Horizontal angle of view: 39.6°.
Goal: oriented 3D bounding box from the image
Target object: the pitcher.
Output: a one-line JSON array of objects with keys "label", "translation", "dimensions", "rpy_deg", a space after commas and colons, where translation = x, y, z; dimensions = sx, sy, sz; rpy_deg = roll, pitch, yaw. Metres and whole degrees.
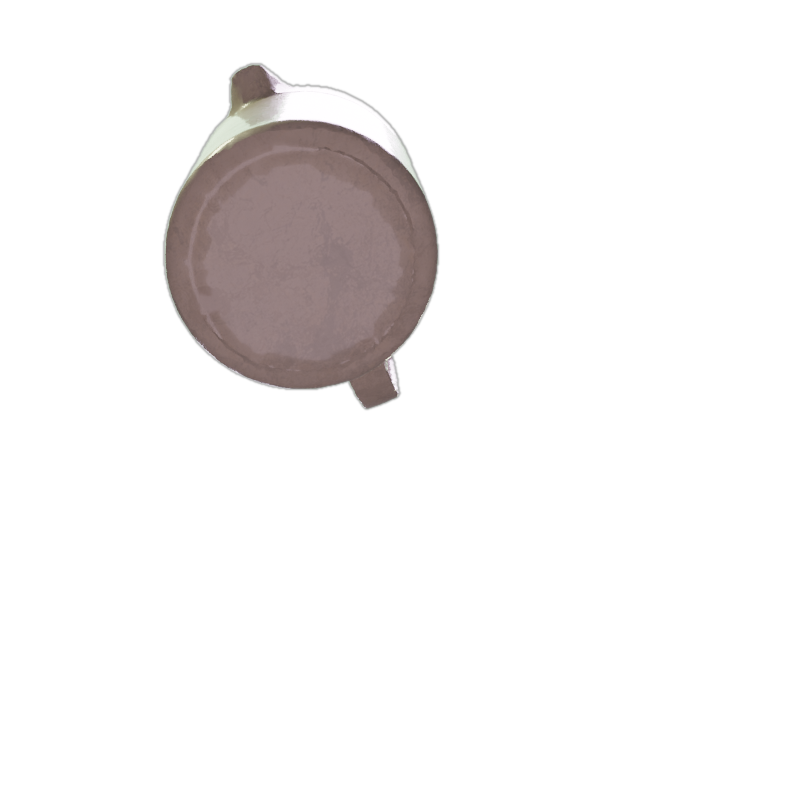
[{"label": "pitcher", "translation": [-0.043, -0.078, 0.545], "dimensions": [0.147, 0.143, 0.250], "rpy_deg": [22, 12, -8]}]
